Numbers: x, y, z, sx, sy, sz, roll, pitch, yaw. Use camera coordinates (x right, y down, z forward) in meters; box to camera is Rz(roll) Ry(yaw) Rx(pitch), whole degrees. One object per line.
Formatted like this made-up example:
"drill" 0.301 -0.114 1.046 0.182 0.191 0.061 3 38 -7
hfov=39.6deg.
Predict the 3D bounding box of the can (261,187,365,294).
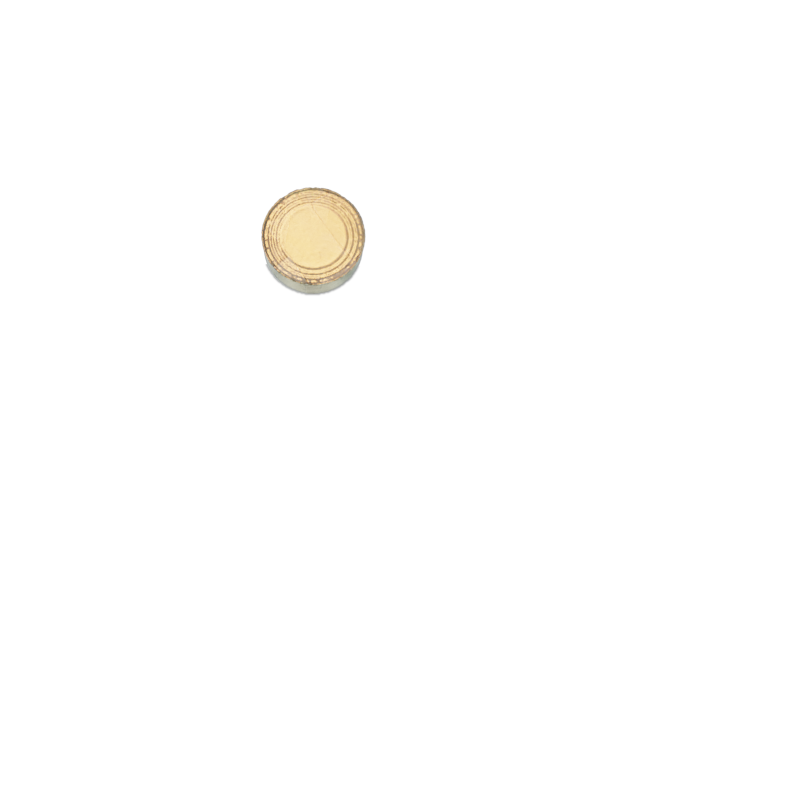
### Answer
"can" -0.073 -0.133 0.929 0.086 0.090 0.032 -1 -18 -1
